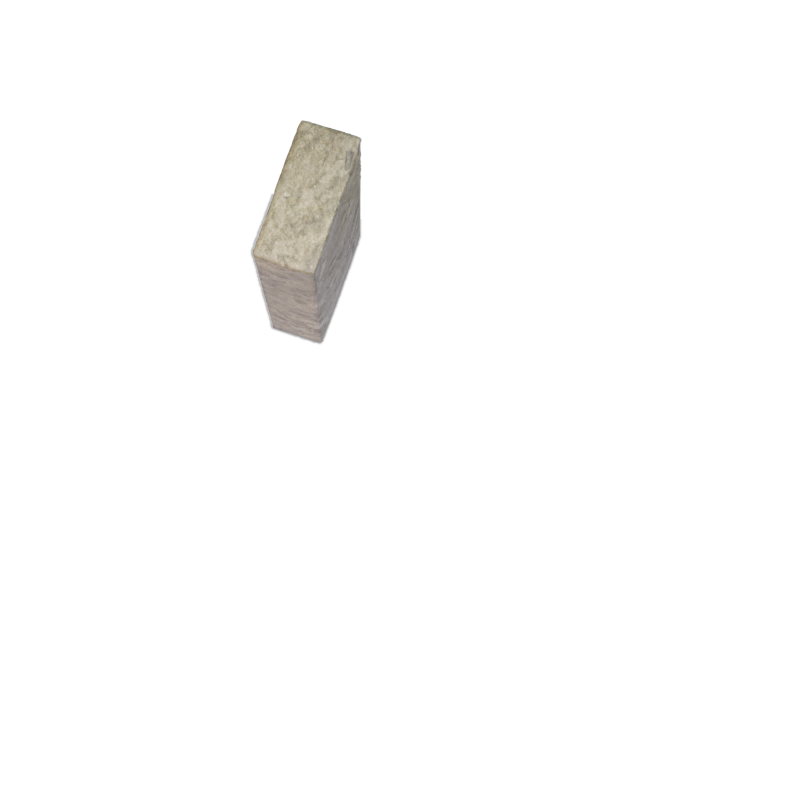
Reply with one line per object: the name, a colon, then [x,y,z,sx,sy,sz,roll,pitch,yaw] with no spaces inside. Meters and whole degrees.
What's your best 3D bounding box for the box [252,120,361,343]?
box: [-0.057,-0.104,0.732,0.048,0.096,0.171,18,-12,-1]
